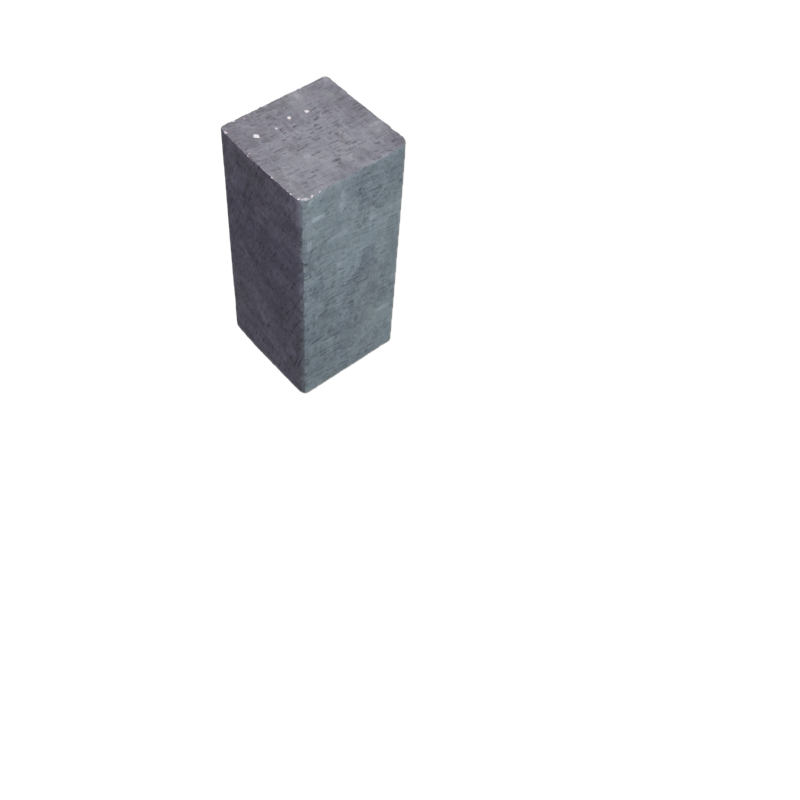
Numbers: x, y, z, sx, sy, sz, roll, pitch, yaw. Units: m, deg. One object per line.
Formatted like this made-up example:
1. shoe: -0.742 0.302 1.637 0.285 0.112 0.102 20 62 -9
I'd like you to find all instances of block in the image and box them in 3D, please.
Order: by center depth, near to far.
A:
1. block: -0.062 -0.112 0.790 0.091 0.096 0.192 -31 -30 -25
